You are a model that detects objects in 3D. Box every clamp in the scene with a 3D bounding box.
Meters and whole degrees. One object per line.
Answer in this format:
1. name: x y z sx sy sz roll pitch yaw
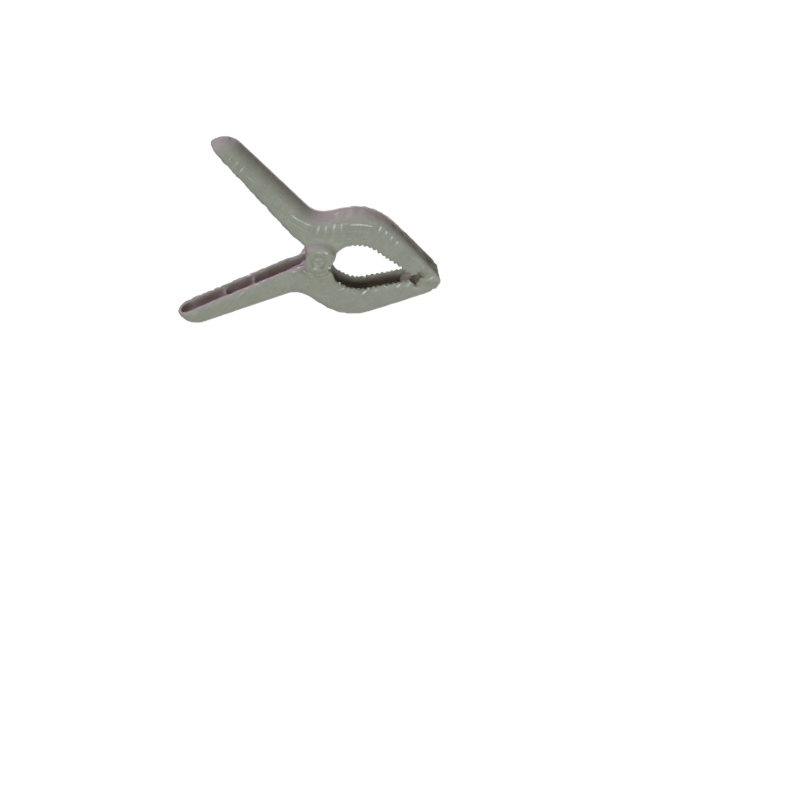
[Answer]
1. clamp: -0.070 -0.127 0.890 0.209 0.156 0.039 5 30 -3
